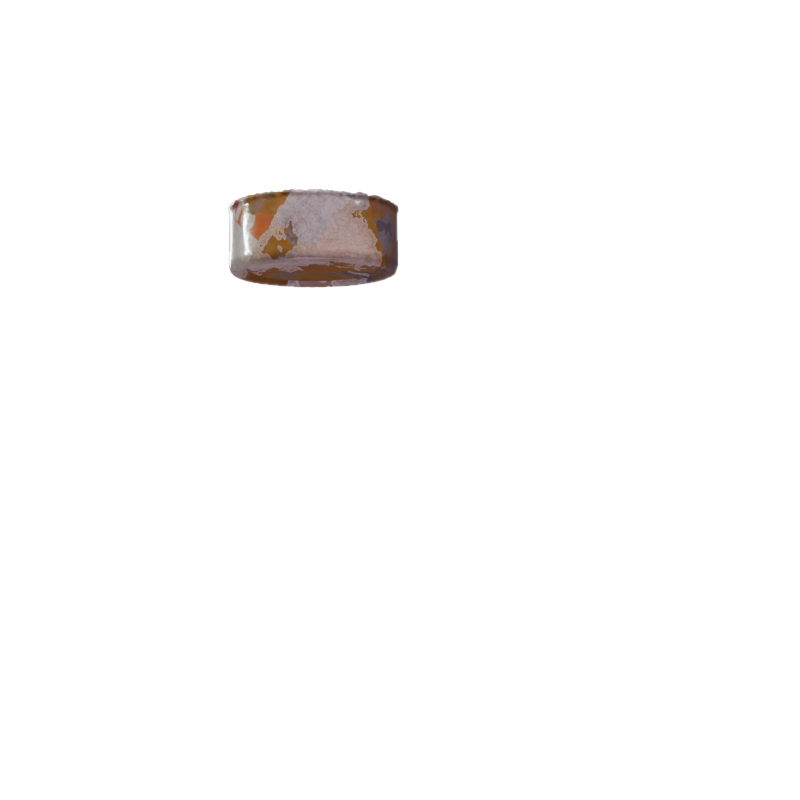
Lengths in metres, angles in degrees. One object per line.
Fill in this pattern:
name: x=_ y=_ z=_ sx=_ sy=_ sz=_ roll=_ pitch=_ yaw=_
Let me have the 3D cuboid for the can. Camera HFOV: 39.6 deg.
can: x=-0.043 y=-0.079 z=0.555 sx=0.086 sy=0.034 sz=0.084 roll=0 pitch=-5 yaw=-2
